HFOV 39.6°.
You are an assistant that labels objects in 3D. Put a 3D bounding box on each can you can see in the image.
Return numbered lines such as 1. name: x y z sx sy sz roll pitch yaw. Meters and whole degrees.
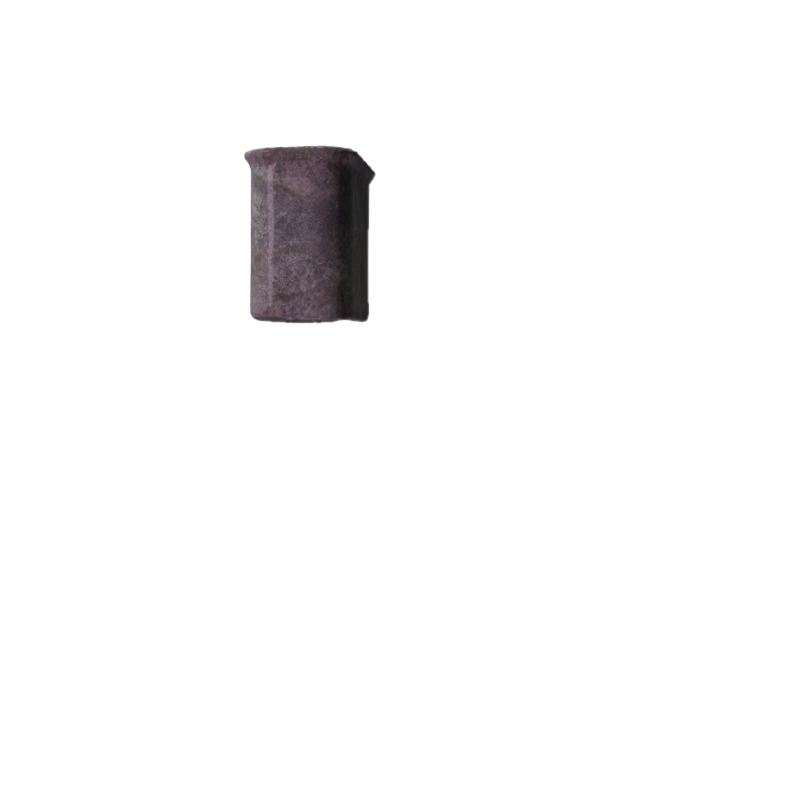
1. can: -0.045 -0.083 0.580 0.058 0.084 0.100 -1 0 7
